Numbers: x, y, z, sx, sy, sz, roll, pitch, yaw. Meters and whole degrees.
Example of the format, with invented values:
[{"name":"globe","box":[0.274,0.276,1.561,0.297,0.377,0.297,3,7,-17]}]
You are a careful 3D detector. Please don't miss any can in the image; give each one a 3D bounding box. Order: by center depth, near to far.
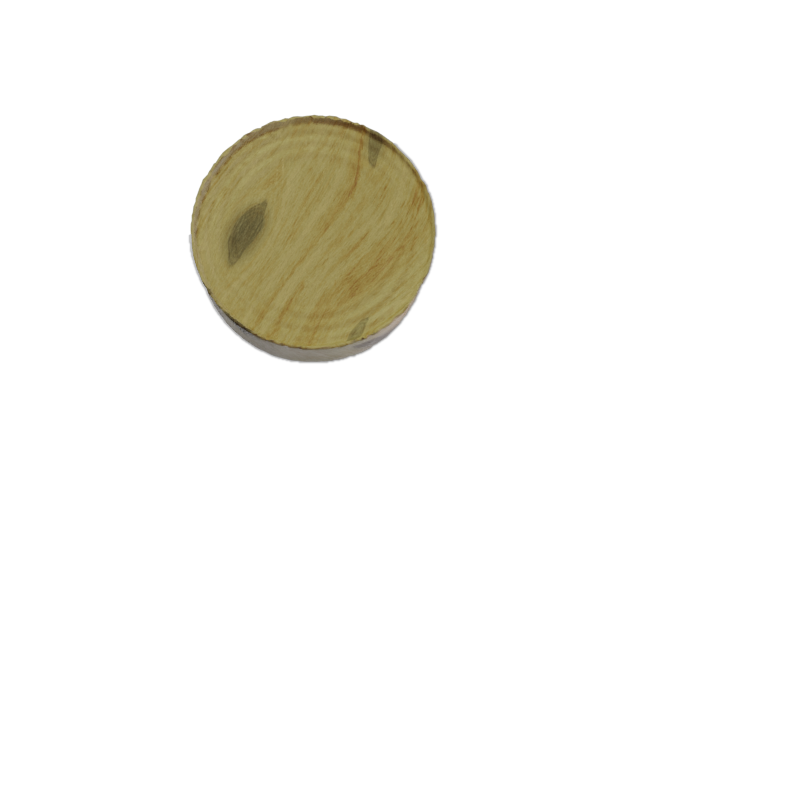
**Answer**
[{"name":"can","box":[-0.031,-0.057,0.401,0.086,0.089,0.032,0,-15,-1]}]
